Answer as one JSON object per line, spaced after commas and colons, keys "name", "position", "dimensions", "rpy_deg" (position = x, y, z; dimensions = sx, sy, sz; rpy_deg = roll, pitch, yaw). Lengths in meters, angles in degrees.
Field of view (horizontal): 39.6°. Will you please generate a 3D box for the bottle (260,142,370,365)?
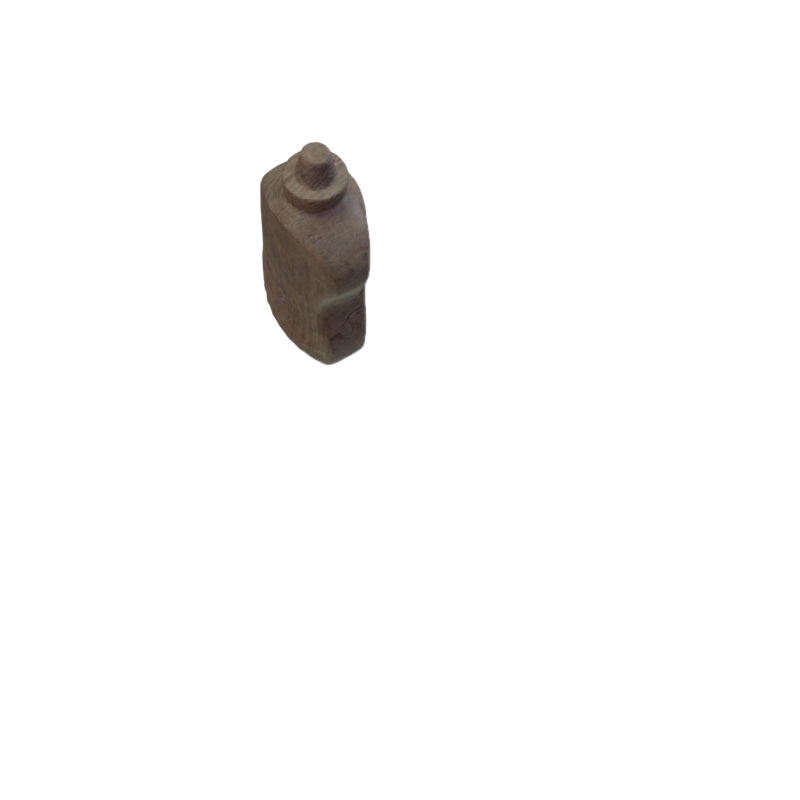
{"name": "bottle", "position": [-0.057, -0.105, 0.735], "dimensions": [0.058, 0.102, 0.180], "rpy_deg": [-26, -23, -16]}
